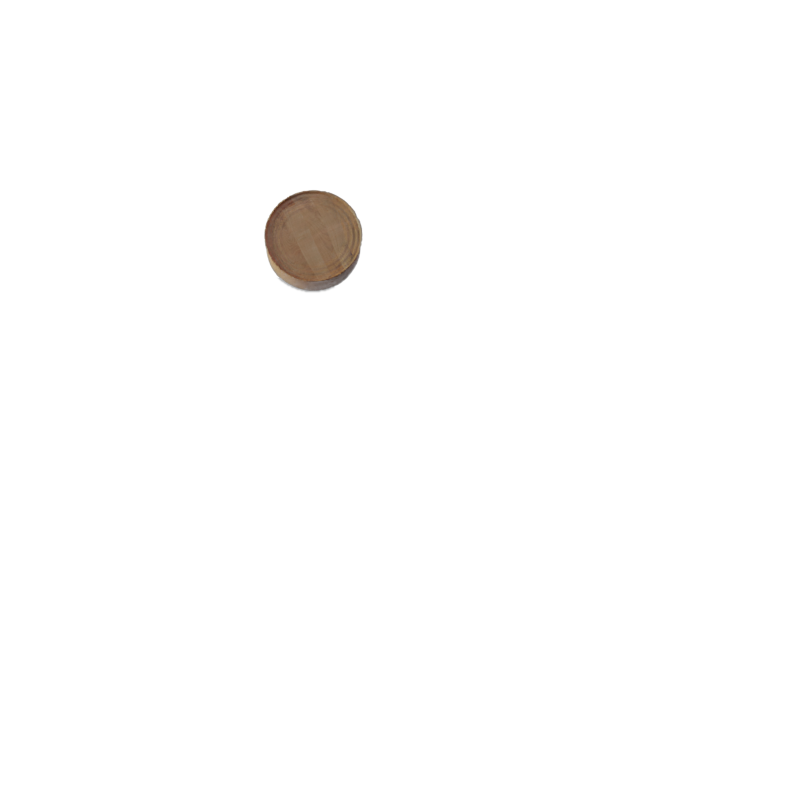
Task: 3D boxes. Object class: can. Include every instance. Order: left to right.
[{"bbox_3d":[-0.077,-0.140,0.981,0.086,0.090,0.032,-1,-19,-1],"label":"can"}]
